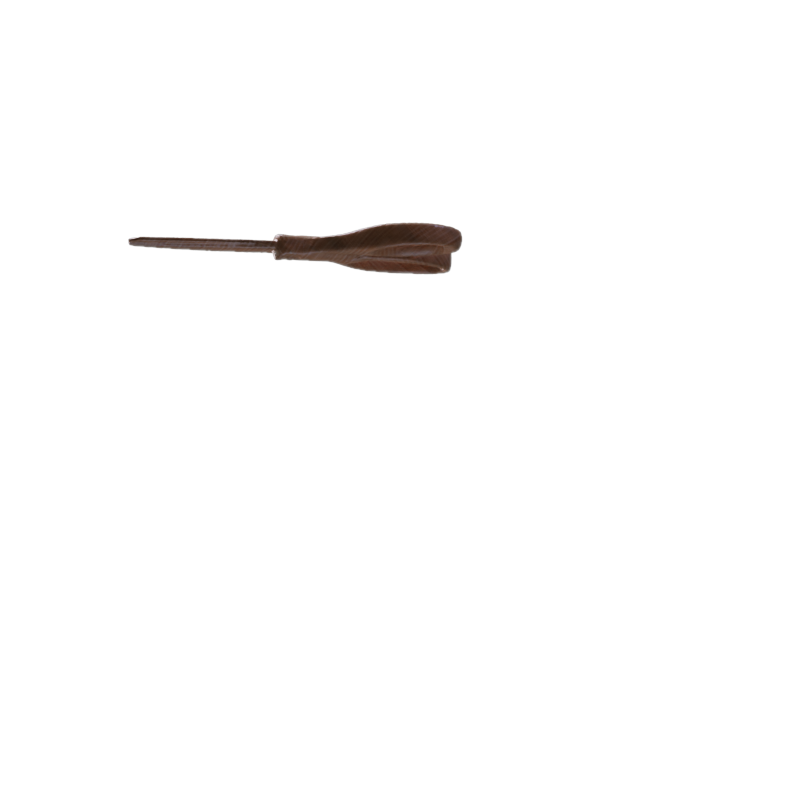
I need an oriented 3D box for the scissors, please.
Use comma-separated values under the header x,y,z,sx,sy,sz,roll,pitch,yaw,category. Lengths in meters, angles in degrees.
x,y,z,sx,sy,sz,roll,pitch,yaw,category
-0.052,-0.094,0.660,0.195,0.016,0.097,3,-7,-24,scissors
